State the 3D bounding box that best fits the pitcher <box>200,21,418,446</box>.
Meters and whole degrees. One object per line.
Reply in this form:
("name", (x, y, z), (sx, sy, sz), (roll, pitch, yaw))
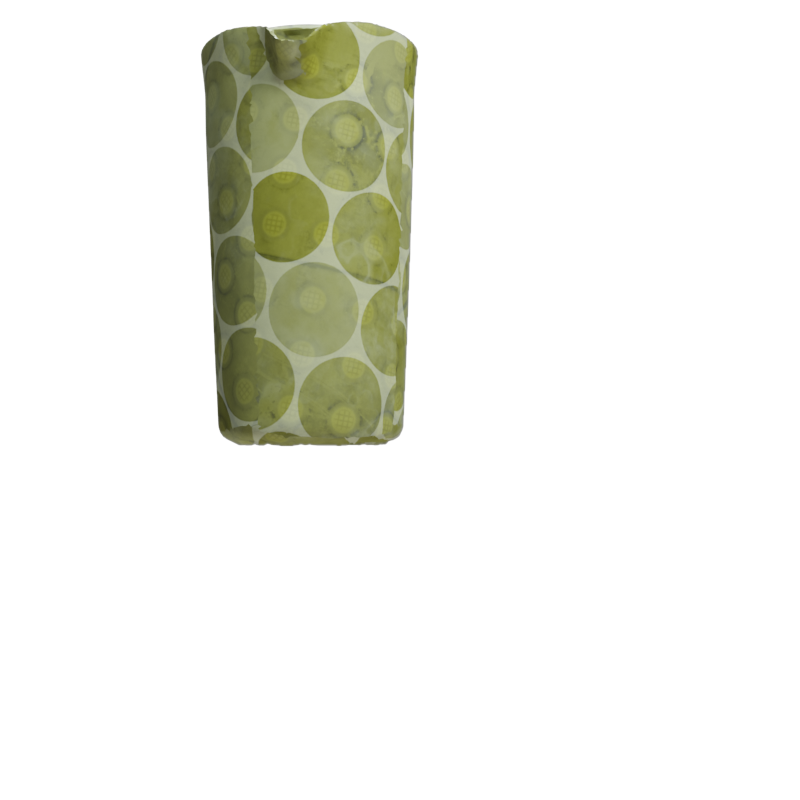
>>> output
("pitcher", (-0.053, -0.096, 0.675), (0.142, 0.248, 0.149), (6, -10, -42))
